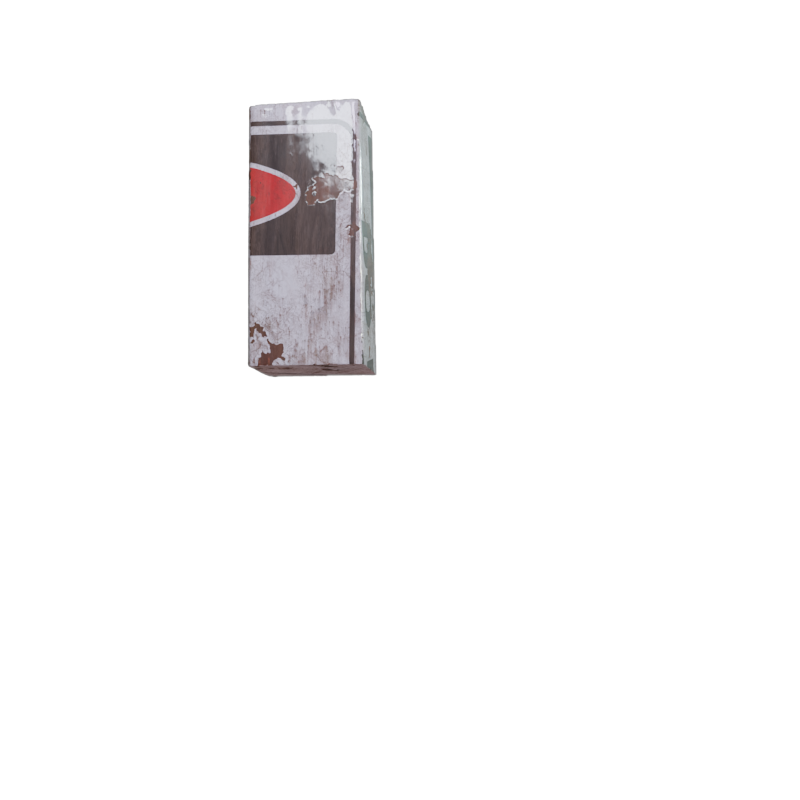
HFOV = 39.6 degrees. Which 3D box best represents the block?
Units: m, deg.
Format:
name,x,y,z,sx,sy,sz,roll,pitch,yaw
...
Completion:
name,x,y,z,sx,sy,sz,roll,pitch,yaw
block,-0.070,-0.127,0.885,0.092,0.212,0.087,-2,-11,7
